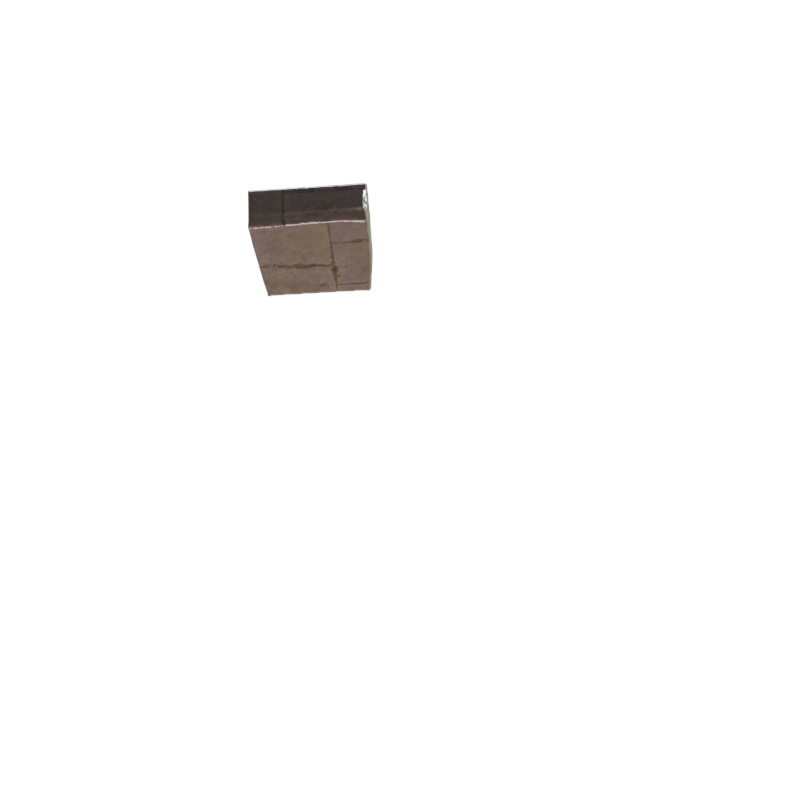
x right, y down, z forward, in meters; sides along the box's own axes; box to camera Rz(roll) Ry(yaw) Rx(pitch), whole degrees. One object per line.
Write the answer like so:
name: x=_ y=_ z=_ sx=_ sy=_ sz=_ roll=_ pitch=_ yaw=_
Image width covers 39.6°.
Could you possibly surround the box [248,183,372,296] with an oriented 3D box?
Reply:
box: x=-0.068 y=-0.123 z=0.864 sx=0.090 sy=0.041 sz=0.106 roll=-2 pitch=-27 yaw=2
